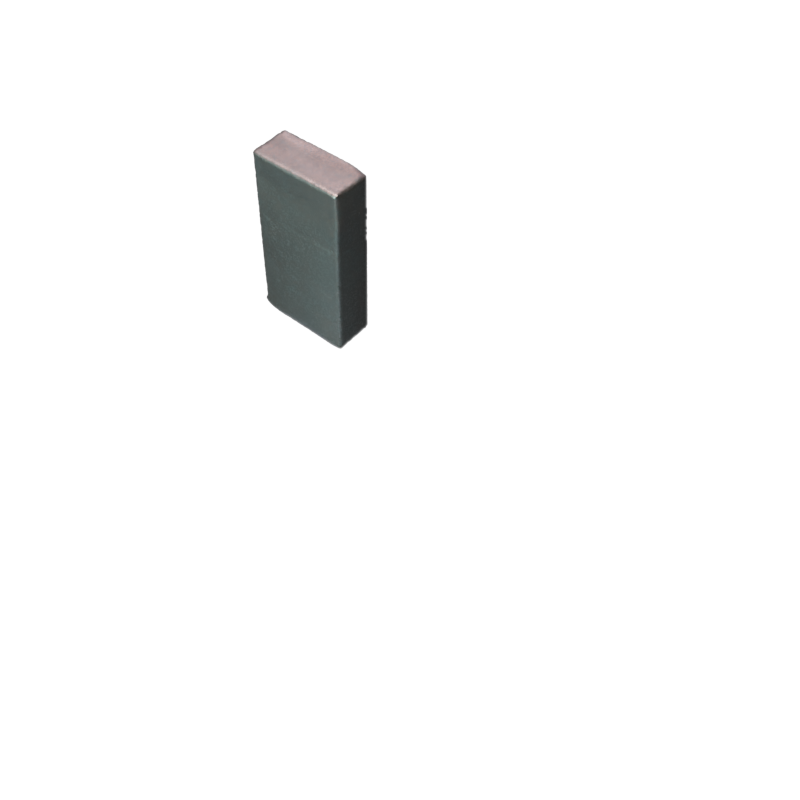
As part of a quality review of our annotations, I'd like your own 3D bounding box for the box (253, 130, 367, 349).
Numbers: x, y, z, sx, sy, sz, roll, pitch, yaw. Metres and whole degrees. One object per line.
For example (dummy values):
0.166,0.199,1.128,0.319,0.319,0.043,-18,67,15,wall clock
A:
-0.073,-0.134,0.940,0.099,0.164,0.048,34,52,26,box
